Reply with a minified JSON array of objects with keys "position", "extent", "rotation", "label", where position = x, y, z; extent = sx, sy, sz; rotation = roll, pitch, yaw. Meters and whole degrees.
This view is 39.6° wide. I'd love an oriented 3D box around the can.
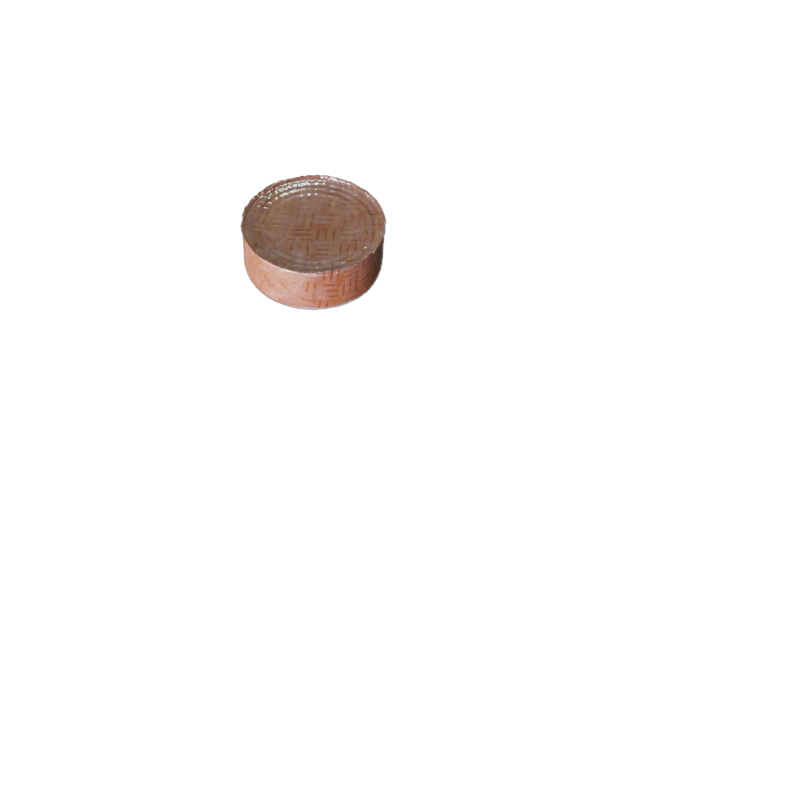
[{"position":[-0.052,-0.095,0.664],"extent":[0.086,0.092,0.031],"rotation":[-1,-42,-1],"label":"can"}]
